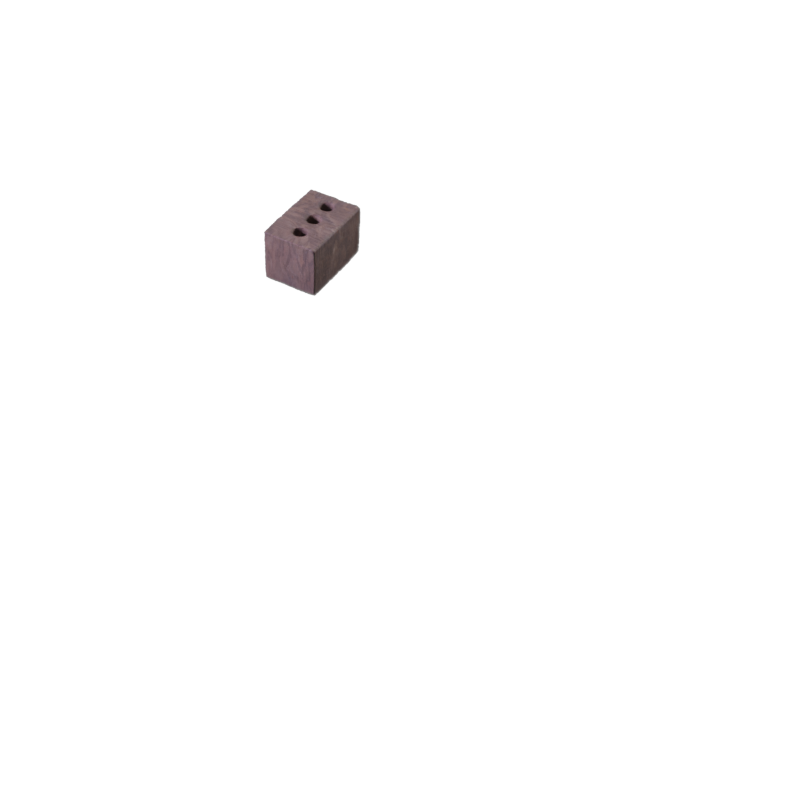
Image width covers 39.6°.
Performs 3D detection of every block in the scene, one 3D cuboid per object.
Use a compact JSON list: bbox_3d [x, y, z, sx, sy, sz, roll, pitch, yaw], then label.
[{"bbox_3d":[-0.076,-0.138,0.970,0.055,0.048,0.080,21,45,20],"label":"block"}]
